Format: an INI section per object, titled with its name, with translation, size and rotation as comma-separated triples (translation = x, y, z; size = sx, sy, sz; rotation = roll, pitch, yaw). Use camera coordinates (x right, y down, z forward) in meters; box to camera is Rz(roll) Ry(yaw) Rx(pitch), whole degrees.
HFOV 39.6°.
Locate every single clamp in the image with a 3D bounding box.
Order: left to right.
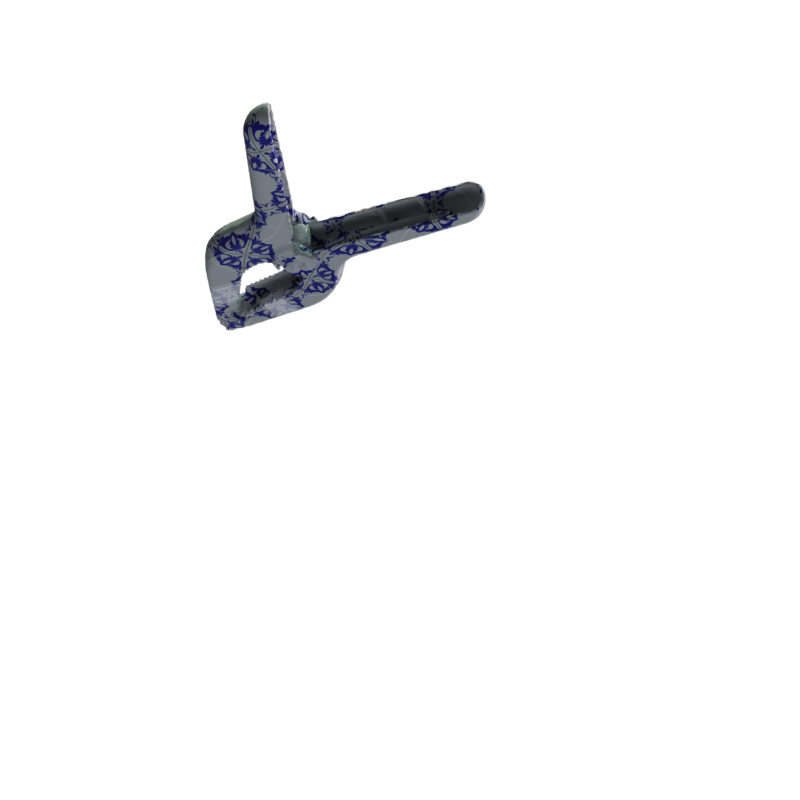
[clamp]
translation = -0.057, -0.103, 0.724
size = 0.159, 0.039, 0.204
rotation = 14, -33, -22
